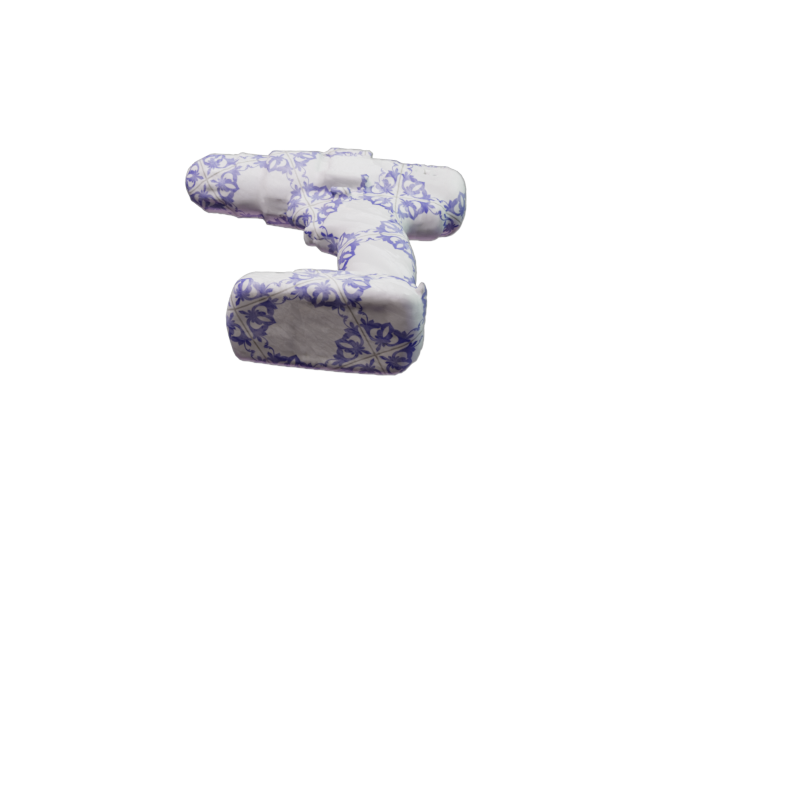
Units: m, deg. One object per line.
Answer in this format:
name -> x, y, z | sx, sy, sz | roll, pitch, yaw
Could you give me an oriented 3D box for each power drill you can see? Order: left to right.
power drill -> -0.052, -0.095, 0.666 | 0.186, 0.054, 0.199 | 3, 37, 3
